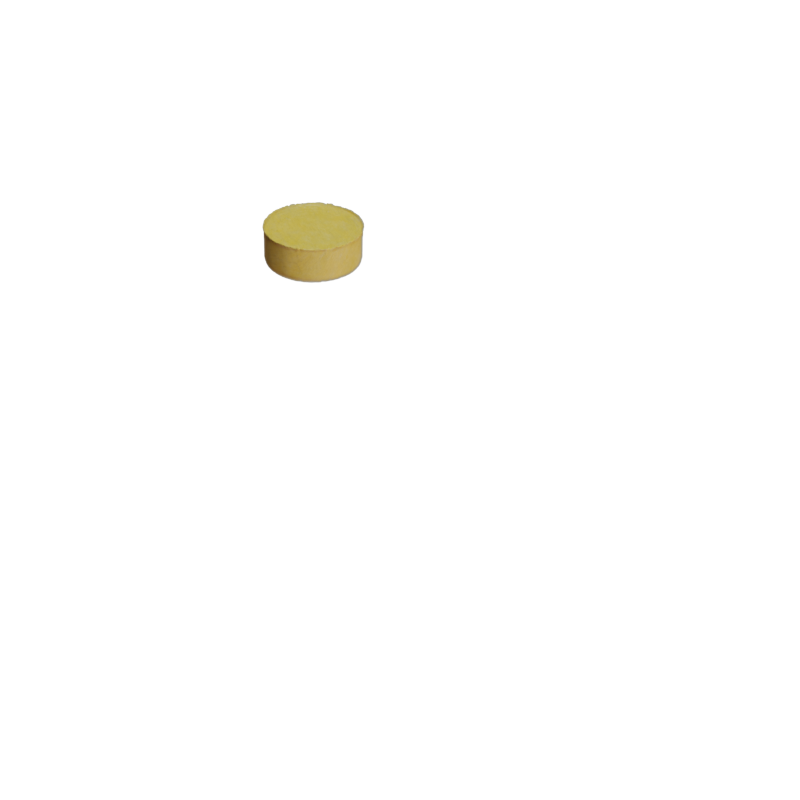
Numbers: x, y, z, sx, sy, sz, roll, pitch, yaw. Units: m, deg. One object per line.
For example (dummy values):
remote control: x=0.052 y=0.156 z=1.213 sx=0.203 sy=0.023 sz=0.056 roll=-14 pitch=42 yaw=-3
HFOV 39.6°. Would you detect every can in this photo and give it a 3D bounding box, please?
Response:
can: x=-0.074 y=-0.135 z=0.945 sx=0.086 sy=0.031 sz=0.092 roll=-1 pitch=34 yaw=-2
